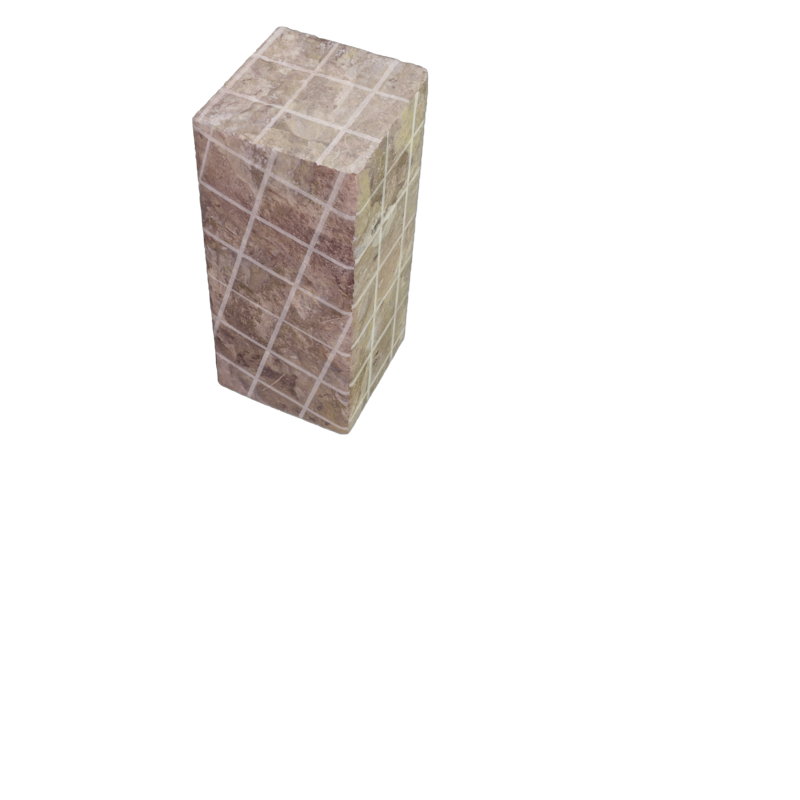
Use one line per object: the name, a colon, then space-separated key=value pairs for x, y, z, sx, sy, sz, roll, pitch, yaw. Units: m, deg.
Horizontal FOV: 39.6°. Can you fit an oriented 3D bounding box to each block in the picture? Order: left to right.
block: x=-0.047 y=-0.087 z=0.611 sx=0.093 sy=0.094 sz=0.192 roll=21 pitch=-38 yaw=14
